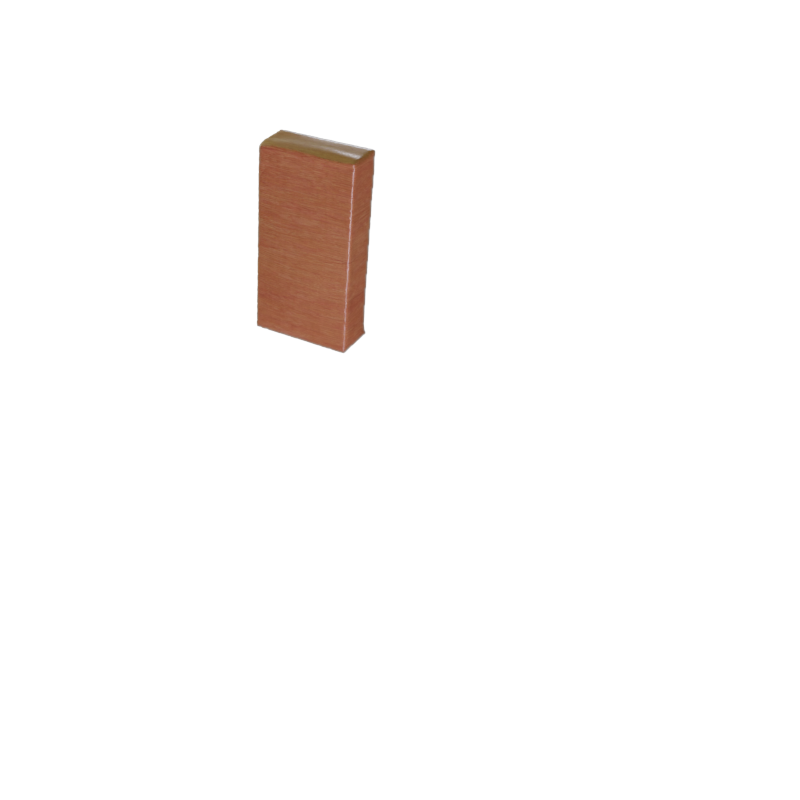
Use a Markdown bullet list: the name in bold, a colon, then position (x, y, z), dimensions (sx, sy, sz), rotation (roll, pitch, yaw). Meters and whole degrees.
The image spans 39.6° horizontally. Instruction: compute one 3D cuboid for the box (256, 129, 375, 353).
- **box**: position (-0.074, -0.135, 0.947), dimensions (0.097, 0.166, 0.049), rotation (17, 32, 23)
